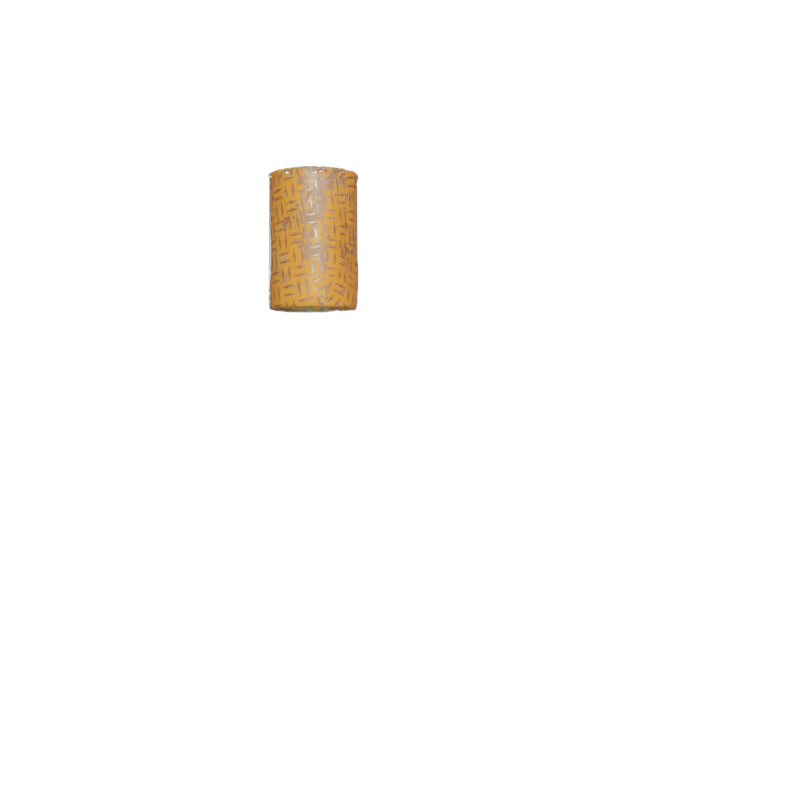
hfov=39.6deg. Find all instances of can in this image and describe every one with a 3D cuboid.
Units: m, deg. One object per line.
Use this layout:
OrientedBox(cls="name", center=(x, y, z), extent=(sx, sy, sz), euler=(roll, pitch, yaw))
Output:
OrientedBox(cls="can", center=(-0.065, -0.119, 0.831), extent=(0.068, 0.104, 0.068), euler=(0, -5, -2))
